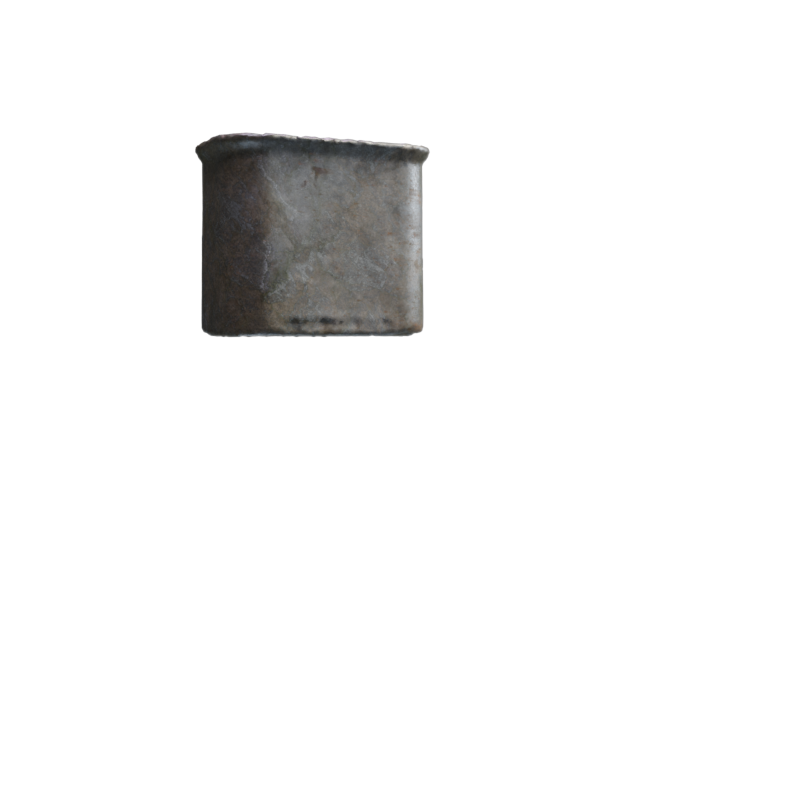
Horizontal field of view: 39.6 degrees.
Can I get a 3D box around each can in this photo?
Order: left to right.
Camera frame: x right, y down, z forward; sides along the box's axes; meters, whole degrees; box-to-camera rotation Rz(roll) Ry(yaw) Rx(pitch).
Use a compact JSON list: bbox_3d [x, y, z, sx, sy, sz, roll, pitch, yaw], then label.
[{"bbox_3d":[-0.038,-0.070,0.489,0.099,0.085,0.059,0,-2,-26],"label":"can"}]
